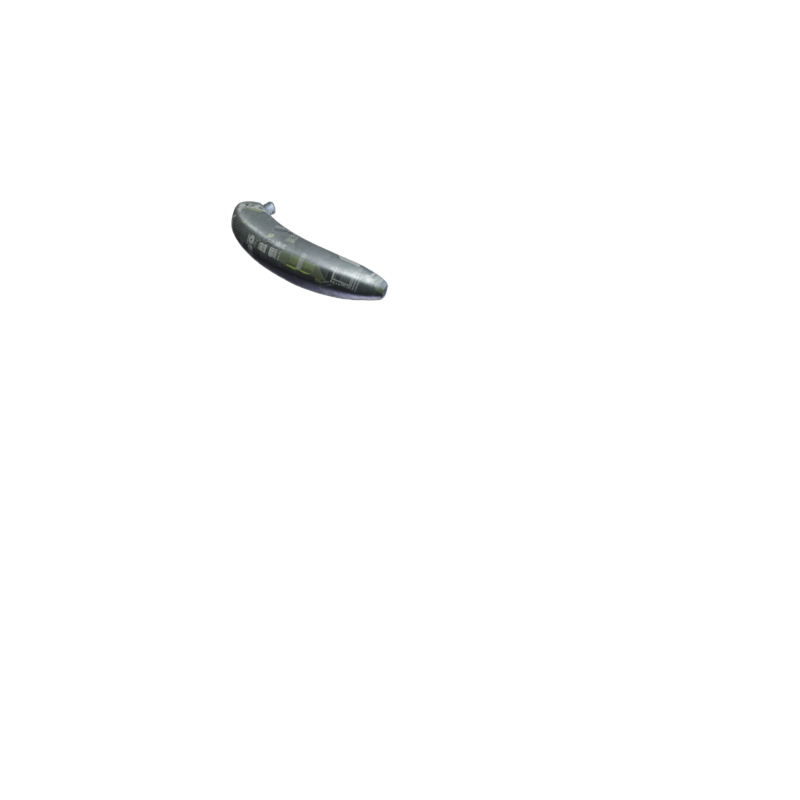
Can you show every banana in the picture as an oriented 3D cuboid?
[{"bbox_3d":[-0.090,-0.129,0.921,0.069,0.034,0.213,-18,37,-27],"label":"banana"}]
